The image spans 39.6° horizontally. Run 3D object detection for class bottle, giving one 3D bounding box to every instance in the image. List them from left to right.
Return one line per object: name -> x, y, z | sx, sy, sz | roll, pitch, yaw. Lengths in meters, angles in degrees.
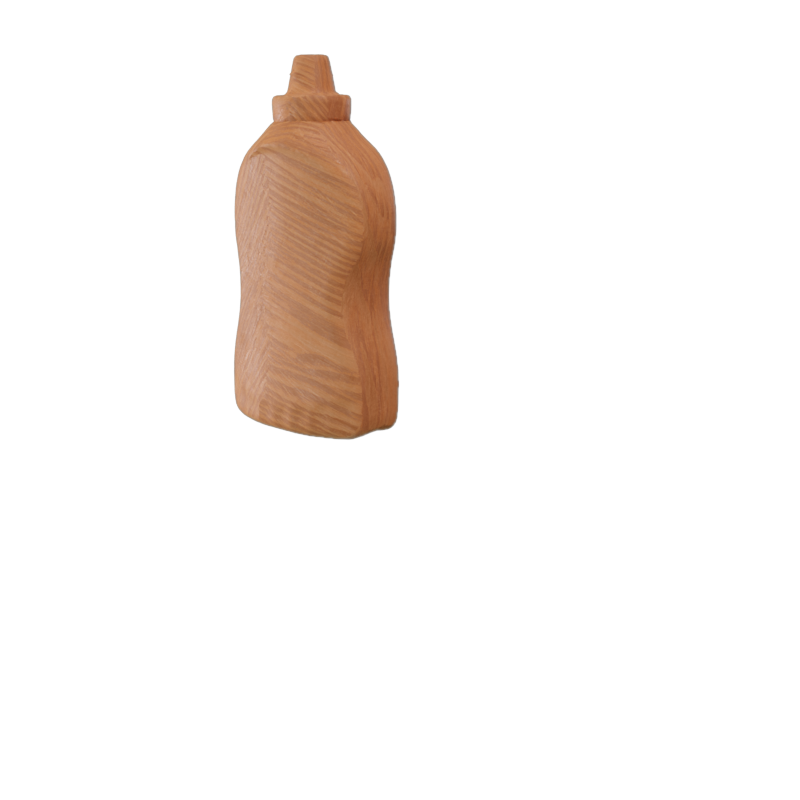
bottle -> -0.045, -0.082, 0.576 | 0.101, 0.189, 0.056 | 8, 10, 44
